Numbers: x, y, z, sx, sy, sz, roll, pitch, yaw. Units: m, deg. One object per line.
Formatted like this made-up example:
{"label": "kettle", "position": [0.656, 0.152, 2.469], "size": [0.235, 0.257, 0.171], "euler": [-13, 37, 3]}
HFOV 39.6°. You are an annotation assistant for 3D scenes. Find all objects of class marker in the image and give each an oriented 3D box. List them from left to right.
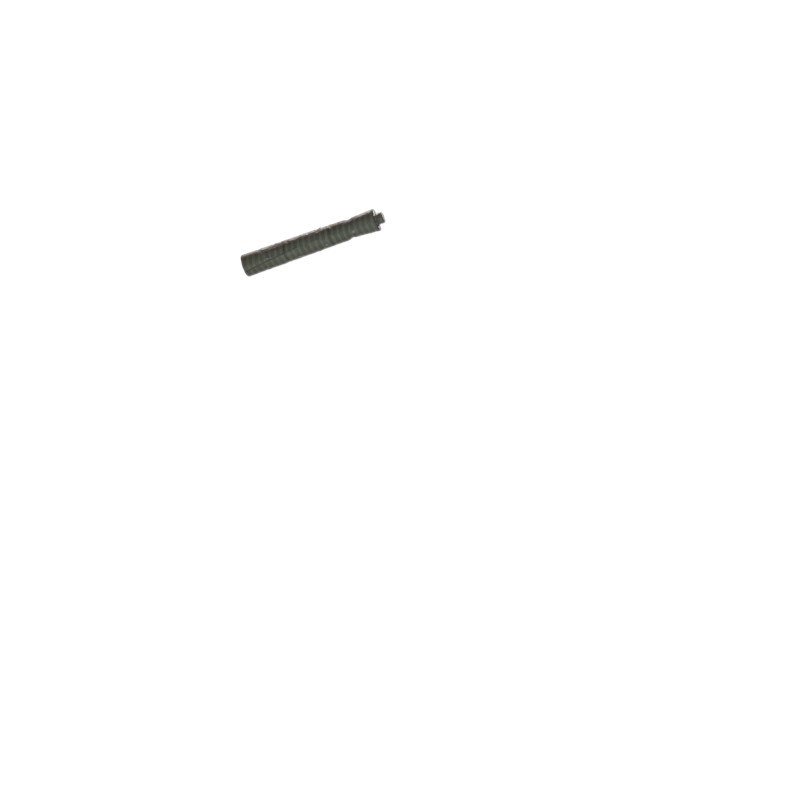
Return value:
{"label": "marker", "position": [-0.070, -0.128, 0.894], "size": [0.121, 0.020, 0.020], "euler": [-18, 1, 10]}
